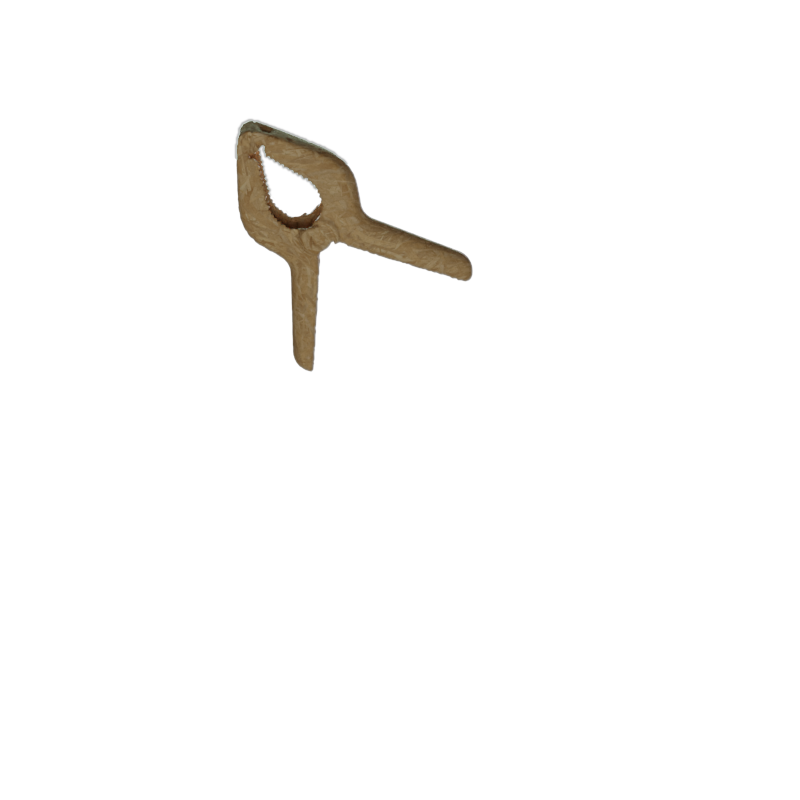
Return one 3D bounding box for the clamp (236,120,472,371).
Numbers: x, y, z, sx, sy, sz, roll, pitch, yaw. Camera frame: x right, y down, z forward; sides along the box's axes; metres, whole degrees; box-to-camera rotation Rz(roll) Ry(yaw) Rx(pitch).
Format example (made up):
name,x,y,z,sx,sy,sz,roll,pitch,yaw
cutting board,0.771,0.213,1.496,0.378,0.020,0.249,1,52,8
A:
name,x,y,z,sx,sy,sz,roll,pitch,yaw
clamp,-0.068,-0.124,0.868,0.163,0.200,0.038,-38,21,17
